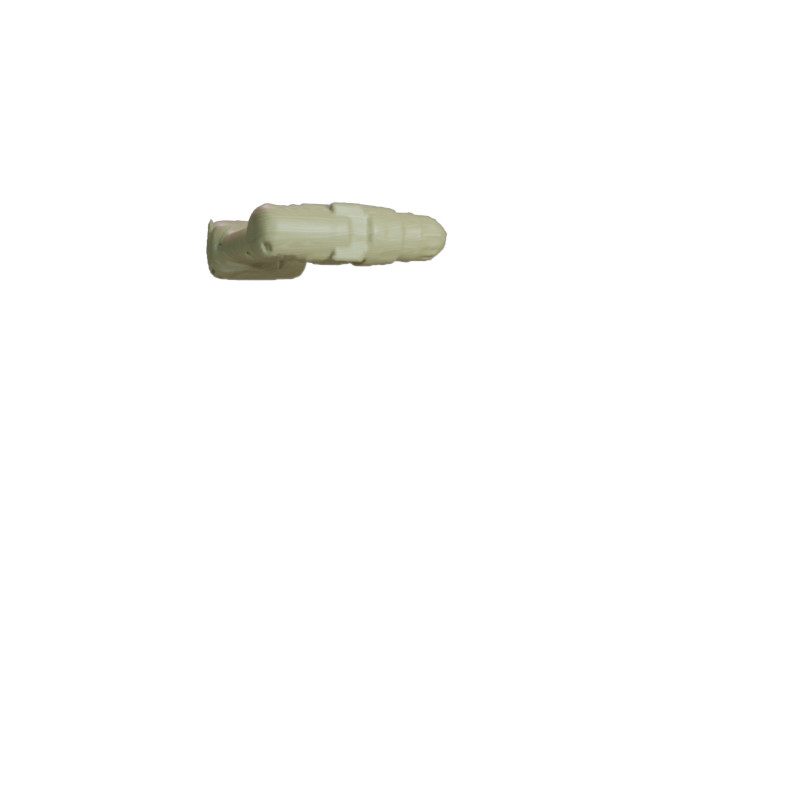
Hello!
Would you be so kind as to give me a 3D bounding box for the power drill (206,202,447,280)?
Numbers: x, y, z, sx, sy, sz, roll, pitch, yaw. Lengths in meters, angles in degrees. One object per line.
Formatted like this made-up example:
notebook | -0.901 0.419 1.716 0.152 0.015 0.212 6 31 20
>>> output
power drill | -0.077 -0.141 0.989 0.178 0.058 0.192 0 -1 -31
